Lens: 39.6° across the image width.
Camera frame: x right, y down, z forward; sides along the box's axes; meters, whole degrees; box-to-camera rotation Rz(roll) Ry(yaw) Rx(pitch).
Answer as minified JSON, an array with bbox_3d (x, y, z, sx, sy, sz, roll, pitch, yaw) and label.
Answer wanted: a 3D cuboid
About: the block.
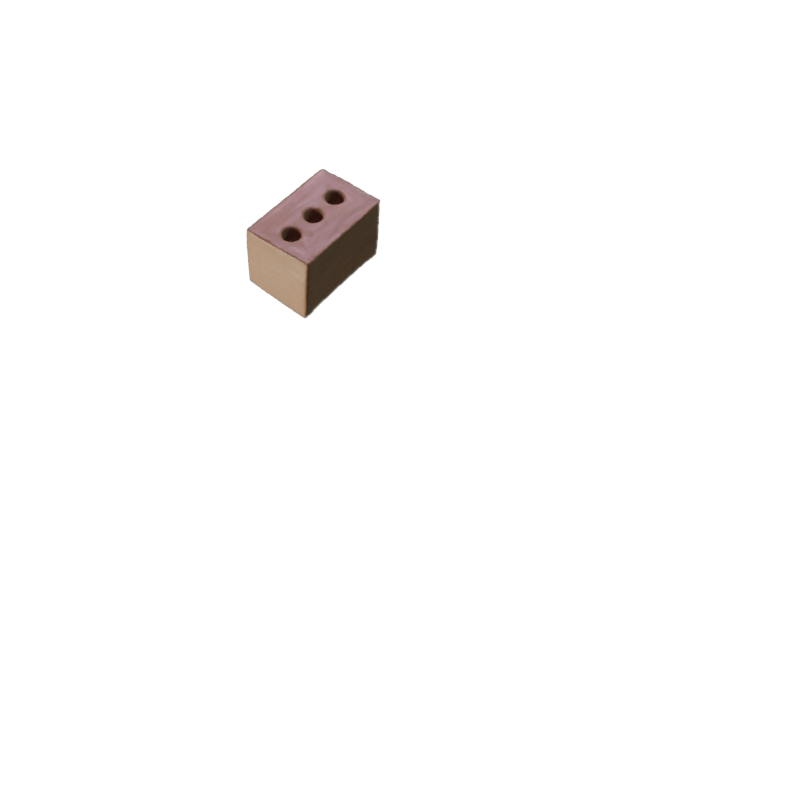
[{"bbox_3d":[-0.058,-0.105,0.735,0.055,0.048,0.079,31,56,21],"label":"block"}]
